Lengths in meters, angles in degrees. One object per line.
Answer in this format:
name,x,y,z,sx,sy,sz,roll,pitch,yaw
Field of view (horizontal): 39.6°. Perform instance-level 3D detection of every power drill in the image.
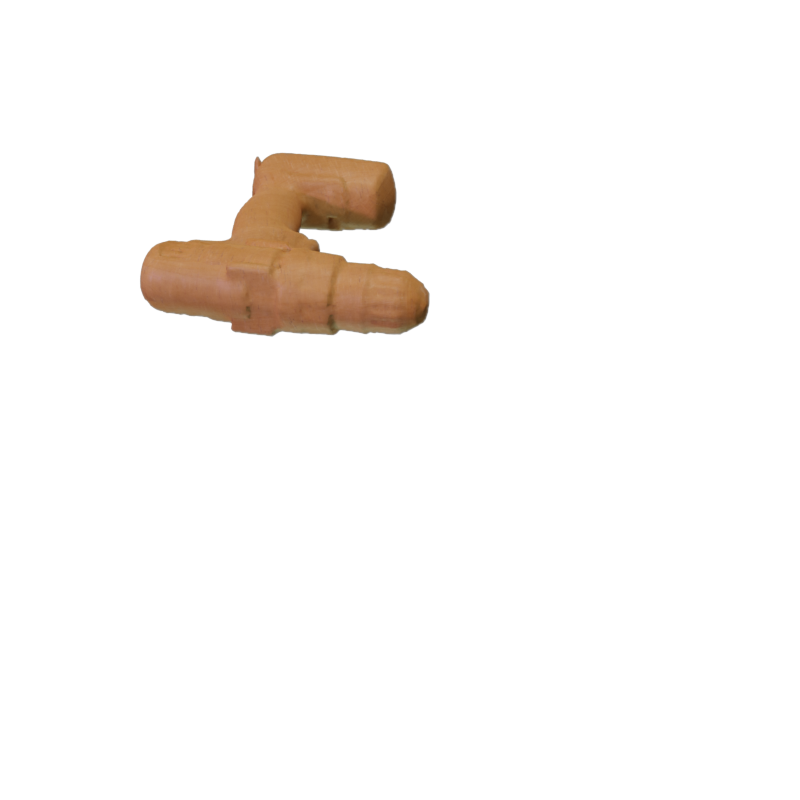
power drill,-0.058,-0.106,0.745,0.188,0.054,0.195,8,32,12
